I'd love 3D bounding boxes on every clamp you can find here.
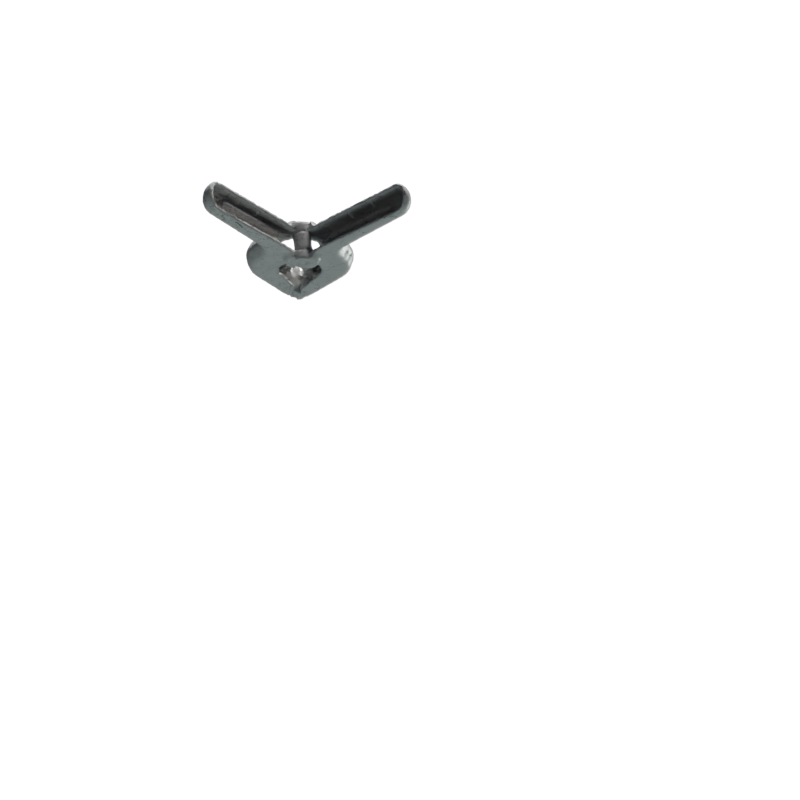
[{"bbox_3d":[-0.075,-0.137,0.956,0.165,0.038,0.200,0,-17,1],"label":"clamp"}]
